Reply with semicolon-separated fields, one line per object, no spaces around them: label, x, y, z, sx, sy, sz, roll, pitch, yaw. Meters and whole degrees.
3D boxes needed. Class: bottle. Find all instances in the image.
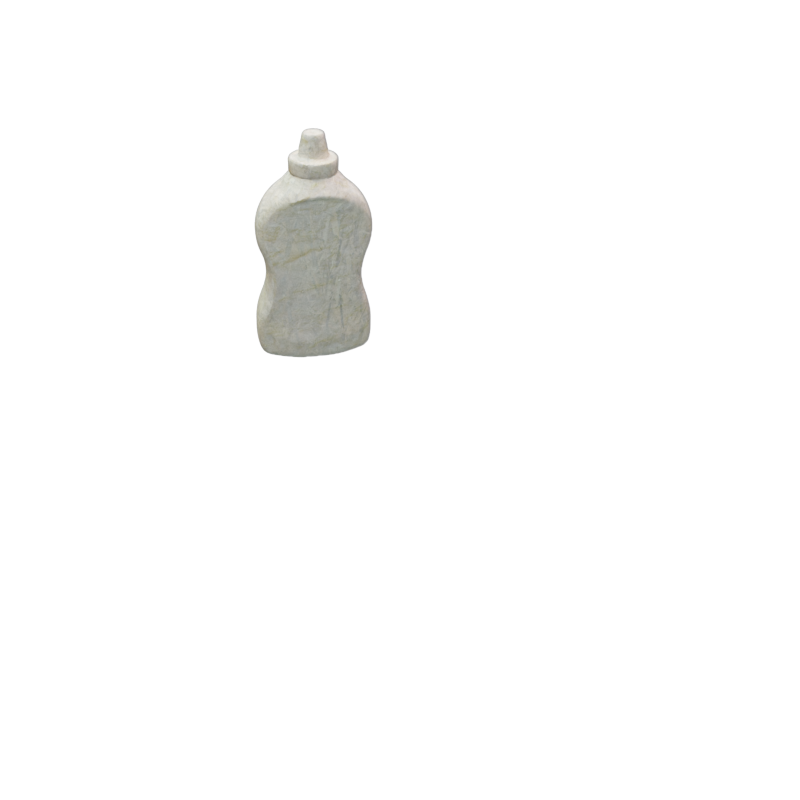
bottle;-0.072;-0.131;0.917;0.095;0.181;0.062;-3;28;-10
